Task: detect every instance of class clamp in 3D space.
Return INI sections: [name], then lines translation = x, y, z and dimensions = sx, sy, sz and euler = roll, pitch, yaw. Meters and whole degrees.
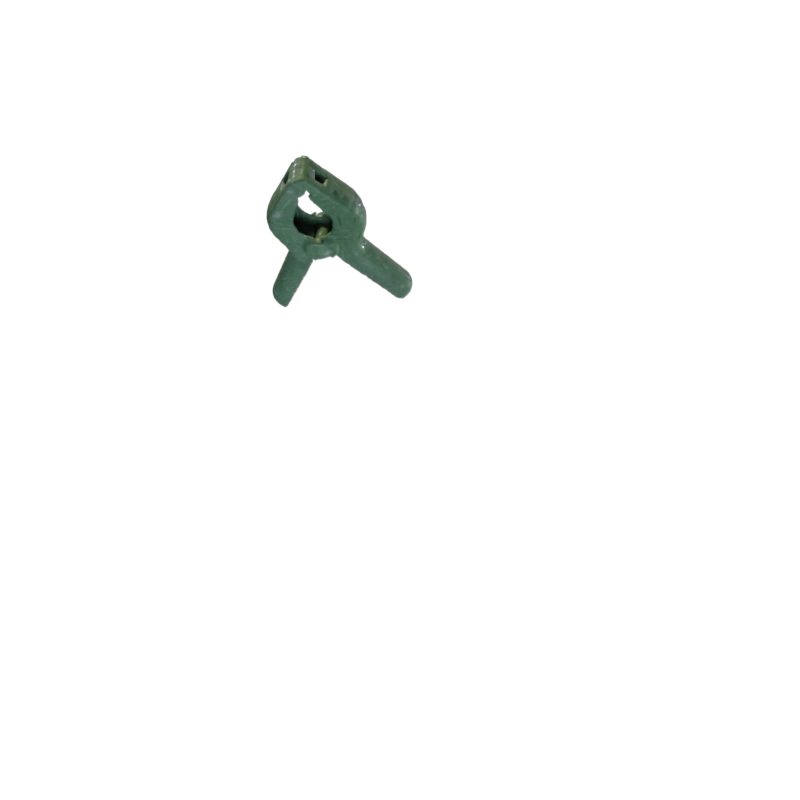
[clamp]
translation = -0.071, -0.129, 0.902
dimensions = 0.121, 0.042, 0.158
euler = -13, -40, 16
